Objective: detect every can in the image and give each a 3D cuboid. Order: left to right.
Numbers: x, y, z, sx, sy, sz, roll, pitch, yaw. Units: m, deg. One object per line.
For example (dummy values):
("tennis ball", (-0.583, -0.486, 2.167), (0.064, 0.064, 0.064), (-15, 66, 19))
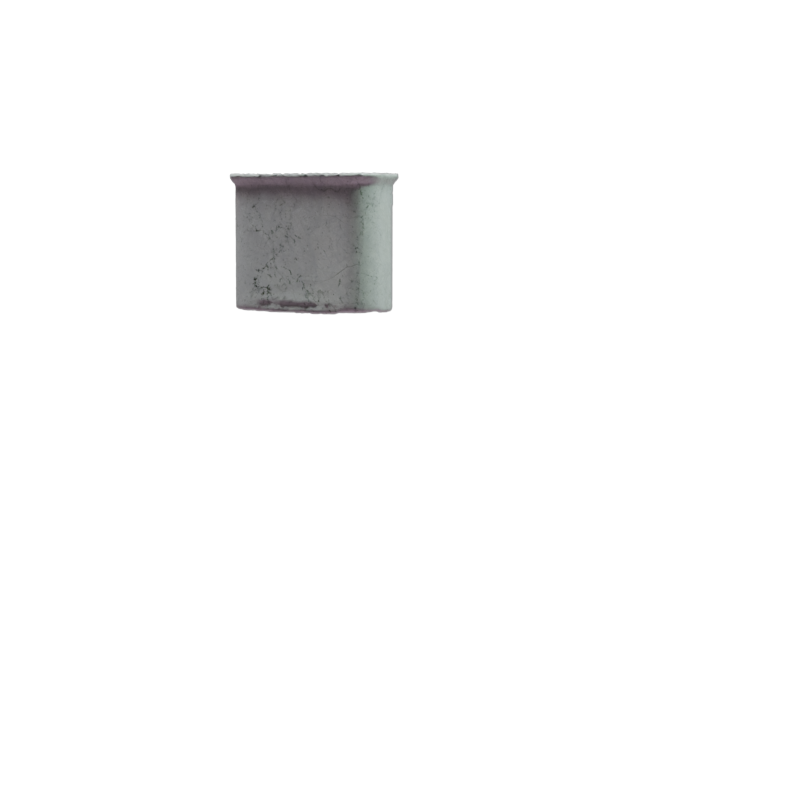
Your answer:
("can", (-0.053, -0.097, 0.679), (0.105, 0.083, 0.056), (4, 6, 26))
